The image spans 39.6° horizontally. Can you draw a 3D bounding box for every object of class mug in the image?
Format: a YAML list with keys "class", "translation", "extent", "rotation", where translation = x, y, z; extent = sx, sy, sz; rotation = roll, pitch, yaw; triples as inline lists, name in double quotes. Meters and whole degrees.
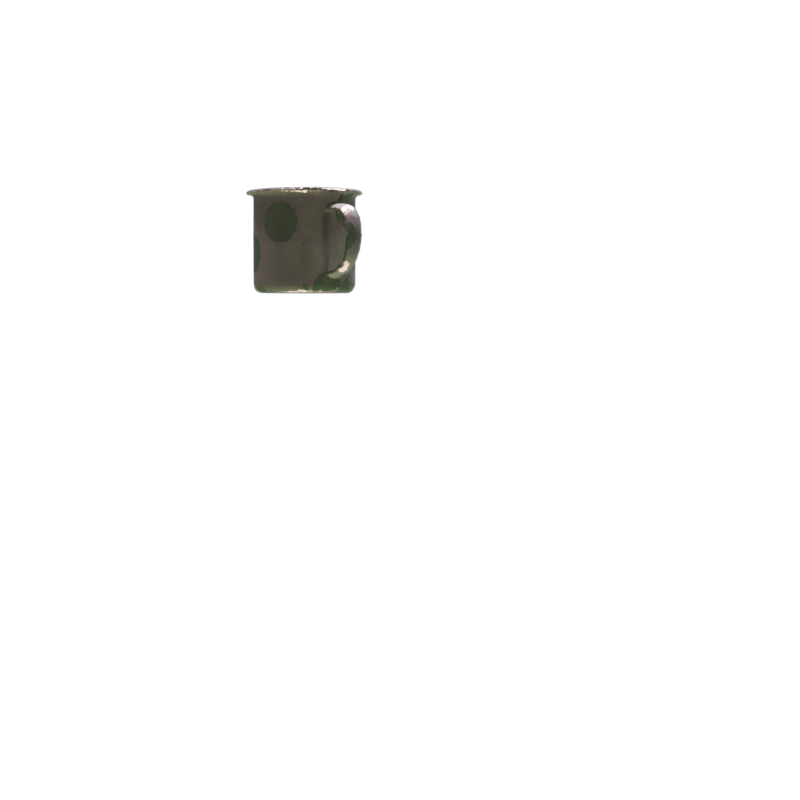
- class: "mug"
  translation: [-0.069, -0.125, 0.876]
  extent: [0.090, 0.082, 0.122]
  rotation: [-2, 4, -39]
